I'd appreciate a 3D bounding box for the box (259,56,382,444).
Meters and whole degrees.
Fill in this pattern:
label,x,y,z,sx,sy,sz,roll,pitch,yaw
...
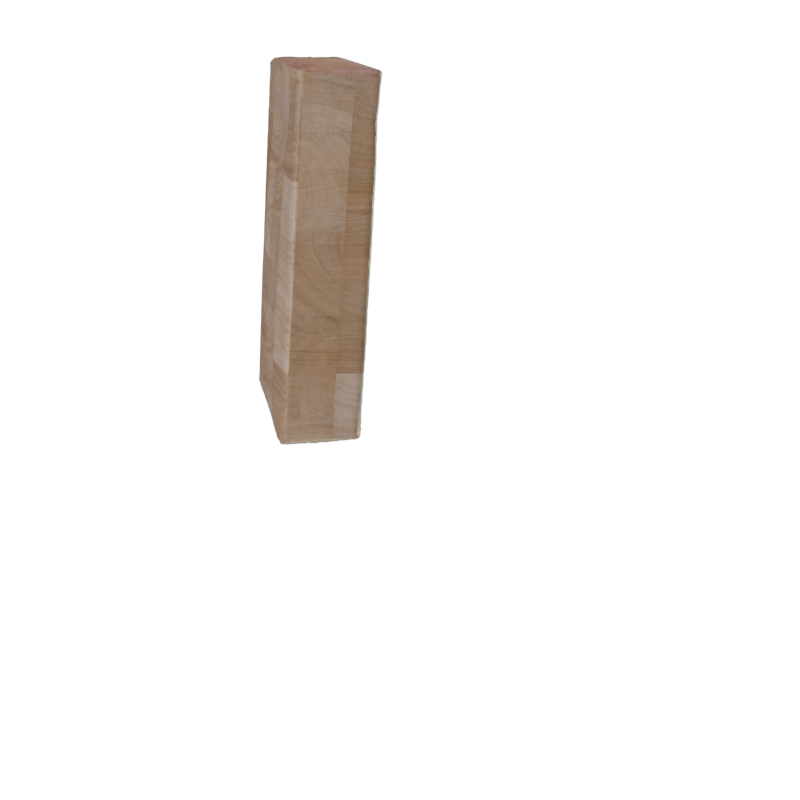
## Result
label,x,y,z,sx,sy,sz,roll,pitch,yaw
box,-0.043,-0.078,0.544,0.047,0.171,0.098,-2,15,-13
